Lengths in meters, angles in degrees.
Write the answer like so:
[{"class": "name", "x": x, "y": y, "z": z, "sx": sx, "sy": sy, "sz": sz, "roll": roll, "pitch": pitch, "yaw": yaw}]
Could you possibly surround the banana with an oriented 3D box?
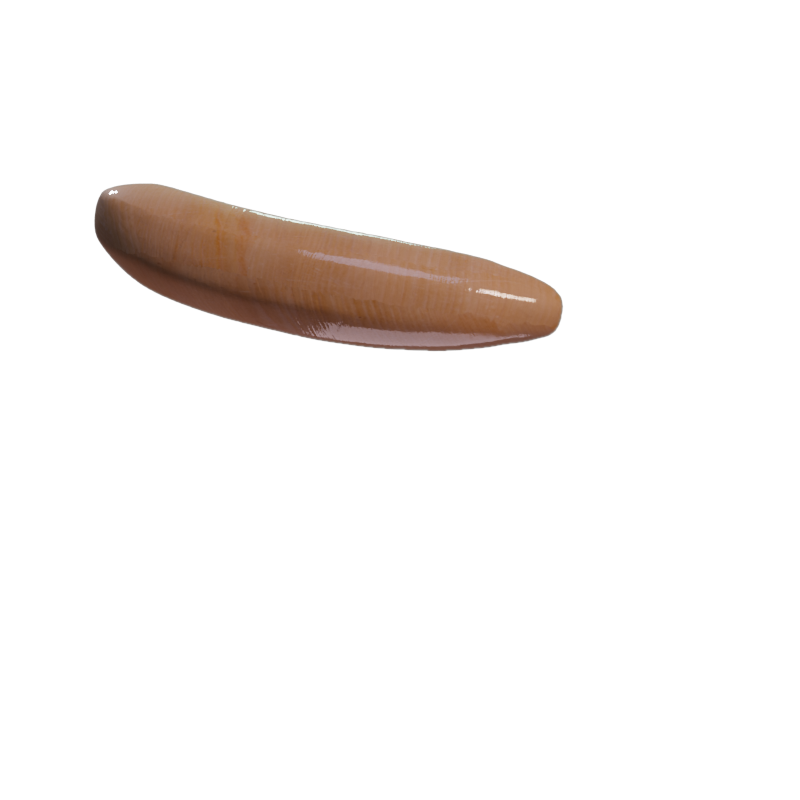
[{"class": "banana", "x": -0.045, "y": -0.051, "z": 0.388, "sx": 0.209, "sy": 0.035, "sz": 0.069, "roll": 20, "pitch": 33, "yaw": 34}]
